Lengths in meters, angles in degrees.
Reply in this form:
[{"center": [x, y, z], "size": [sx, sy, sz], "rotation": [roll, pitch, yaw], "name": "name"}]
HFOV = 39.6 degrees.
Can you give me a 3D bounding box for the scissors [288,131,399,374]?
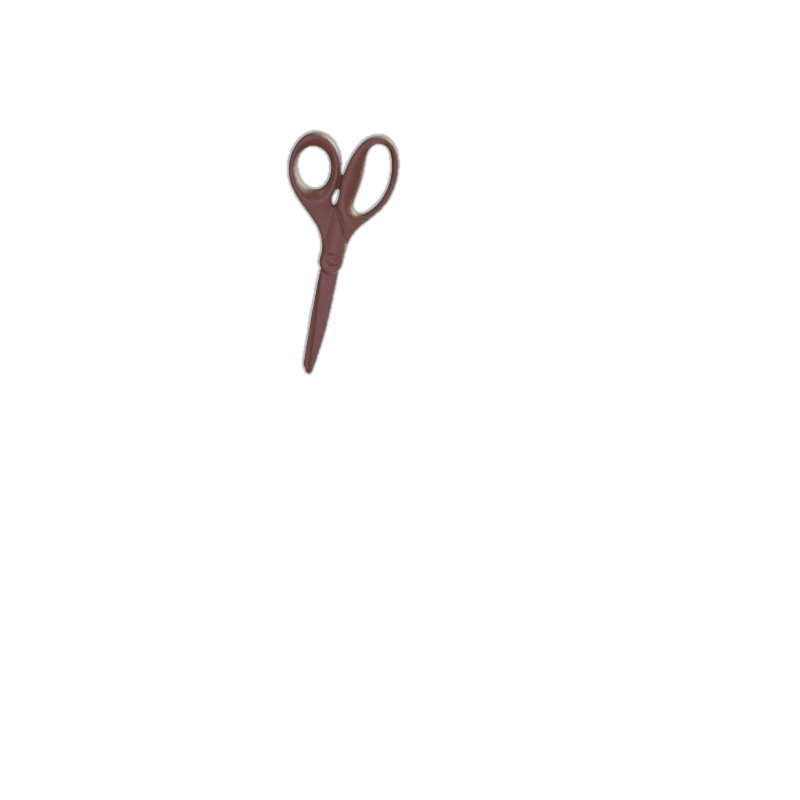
[{"center": [-0.070, -0.127, 0.891], "size": [0.095, 0.199, 0.016], "rotation": [27, 10, -5], "name": "scissors"}]
